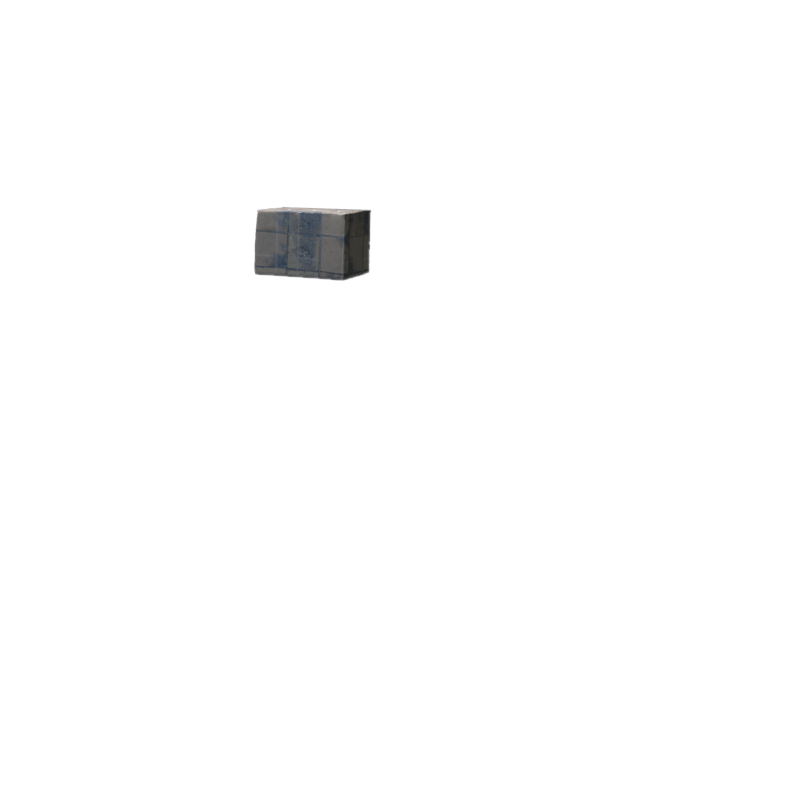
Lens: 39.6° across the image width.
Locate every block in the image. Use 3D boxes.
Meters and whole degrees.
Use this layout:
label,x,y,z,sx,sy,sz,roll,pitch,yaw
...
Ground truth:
label,x,y,z,sx,sy,sz,roll,pitch,yaw
block,-0.068,-0.123,0.864,0.080,0.050,0.052,5,11,23
